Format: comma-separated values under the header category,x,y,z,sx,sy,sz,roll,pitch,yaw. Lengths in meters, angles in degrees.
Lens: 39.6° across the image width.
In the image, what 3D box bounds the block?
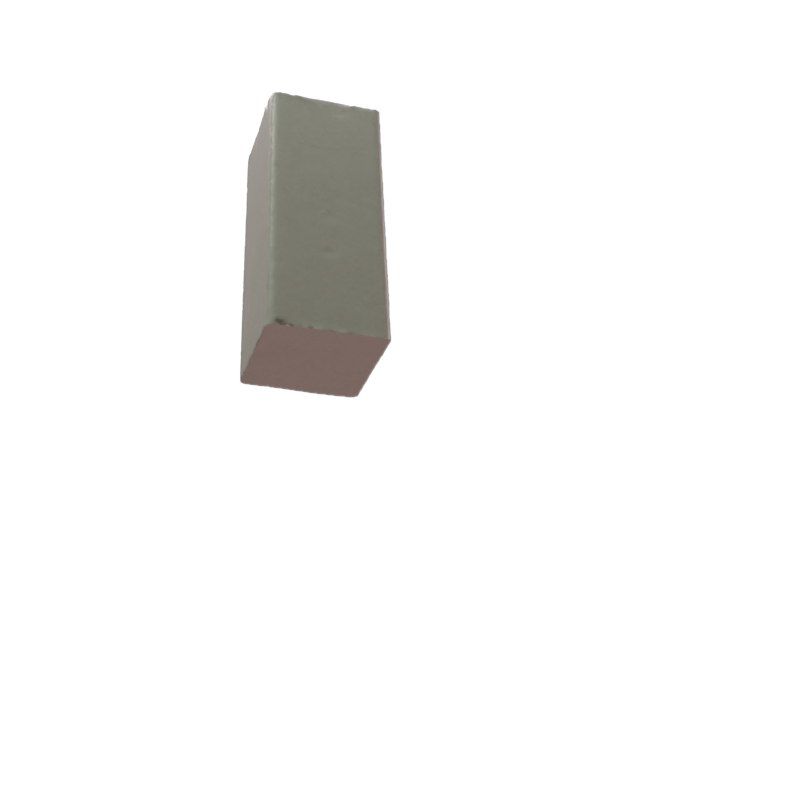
category,x,y,z,sx,sy,sz,roll,pitch,yaw
block,-0.066,-0.118,0.828,0.088,0.220,0.087,7,-33,-15
